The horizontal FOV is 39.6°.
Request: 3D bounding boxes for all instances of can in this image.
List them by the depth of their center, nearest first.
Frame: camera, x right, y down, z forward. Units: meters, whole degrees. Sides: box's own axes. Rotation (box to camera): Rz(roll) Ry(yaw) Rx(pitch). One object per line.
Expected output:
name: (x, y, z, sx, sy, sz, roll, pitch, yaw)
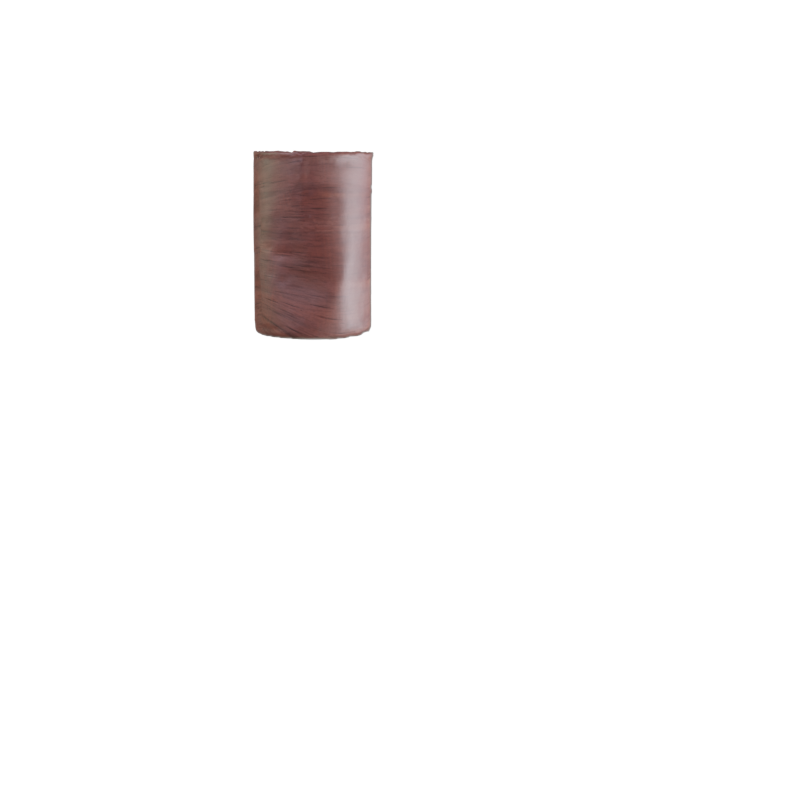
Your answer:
can: (-0.049, -0.089, 0.626, 0.068, 0.101, 0.070, 0, 7, -2)
